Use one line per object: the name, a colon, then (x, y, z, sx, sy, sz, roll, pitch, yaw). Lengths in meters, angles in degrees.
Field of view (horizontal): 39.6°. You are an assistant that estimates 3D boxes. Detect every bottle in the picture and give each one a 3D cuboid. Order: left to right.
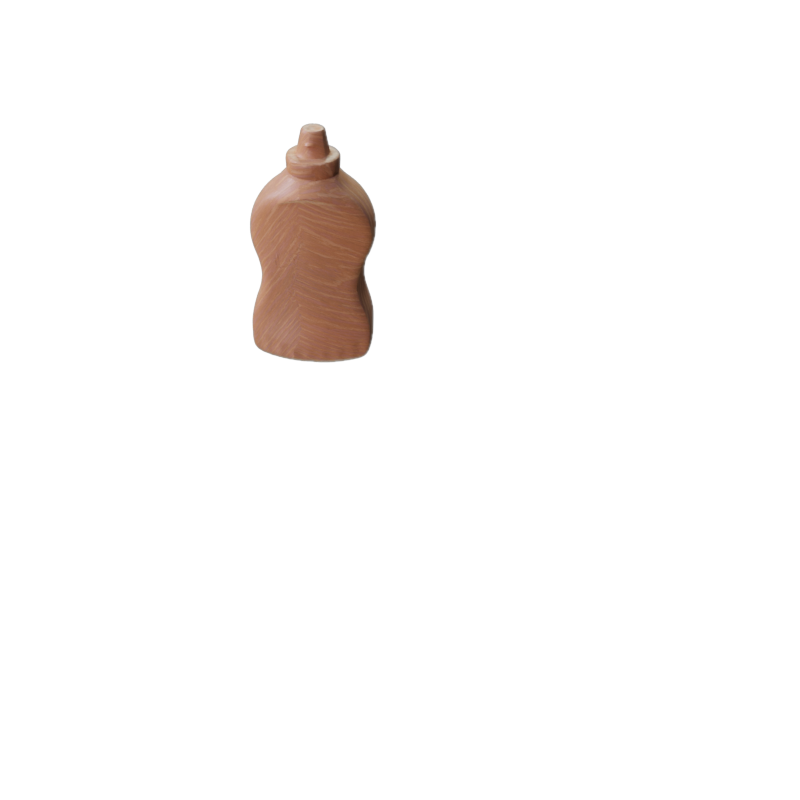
bottle: (-0.067, -0.122, 0.859, 0.097, 0.180, 0.061, 6, 31, 7)
